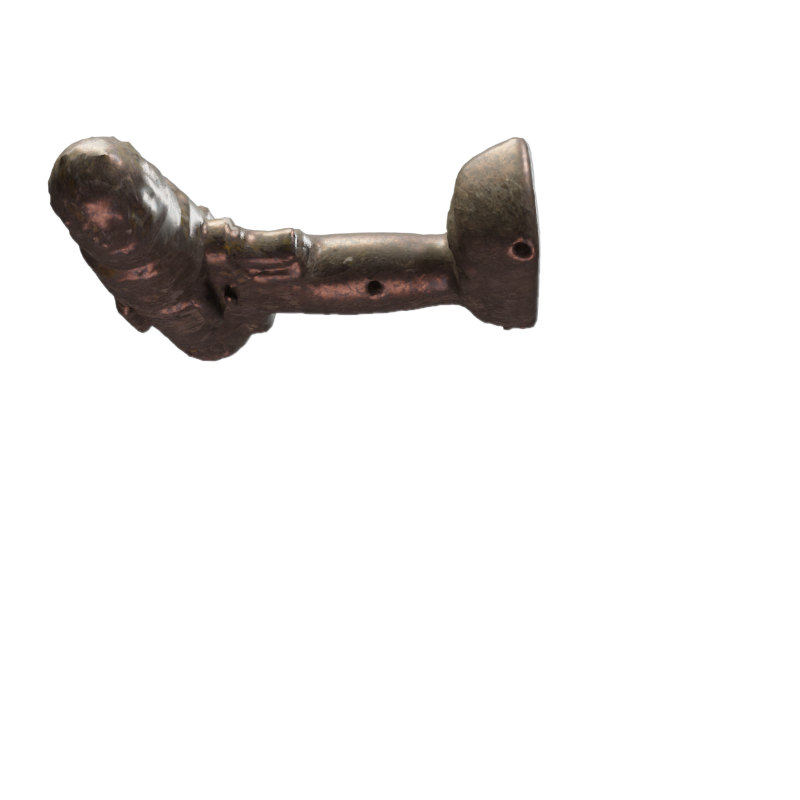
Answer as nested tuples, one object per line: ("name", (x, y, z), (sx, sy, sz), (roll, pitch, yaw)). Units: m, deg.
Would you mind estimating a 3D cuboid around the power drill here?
("power drill", (-0.037, -0.067, 0.472), (0.190, 0.060, 0.175), (-2, -15, 9))
